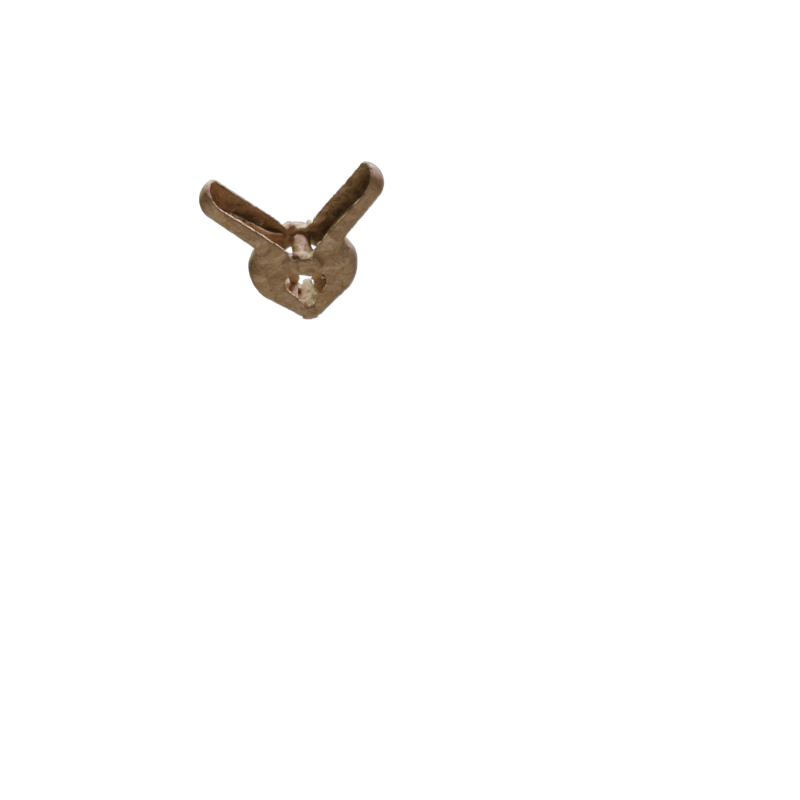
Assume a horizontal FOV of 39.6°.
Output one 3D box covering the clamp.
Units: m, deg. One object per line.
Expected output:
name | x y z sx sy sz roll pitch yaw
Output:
clamp | -0.061 -0.111 0.779 0.121 0.041 0.160 -4 -24 9
